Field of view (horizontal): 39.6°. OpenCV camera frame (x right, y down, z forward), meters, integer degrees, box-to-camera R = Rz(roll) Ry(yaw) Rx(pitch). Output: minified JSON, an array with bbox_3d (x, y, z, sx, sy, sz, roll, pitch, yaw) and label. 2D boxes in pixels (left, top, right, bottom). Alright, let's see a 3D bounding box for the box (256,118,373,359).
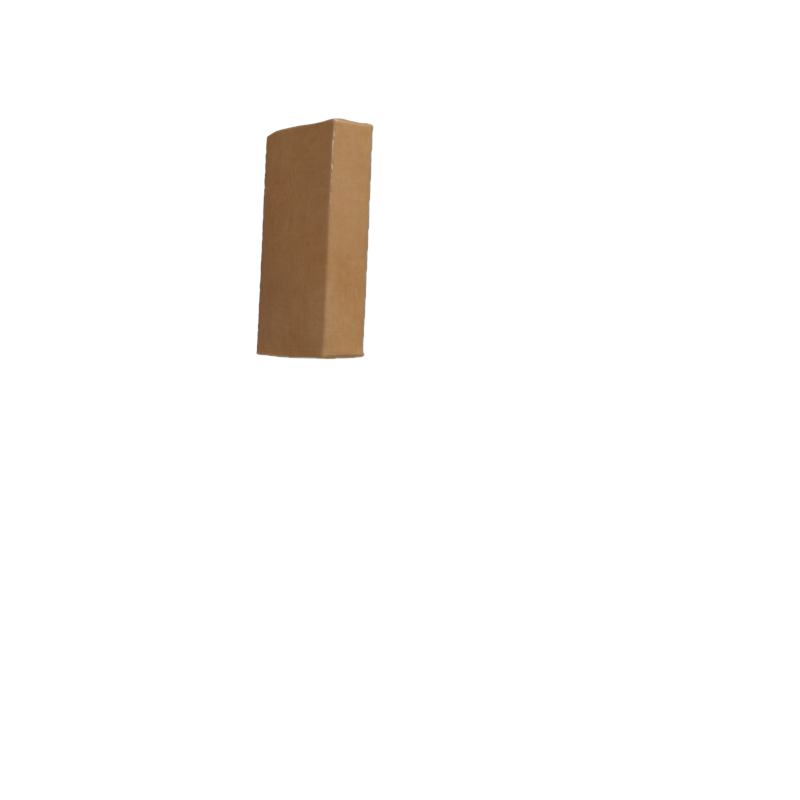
[{"bbox_3d":[-0.066,-0.121,0.844,0.046,0.178,0.096,3,-3,-39],"label":"box"}]
